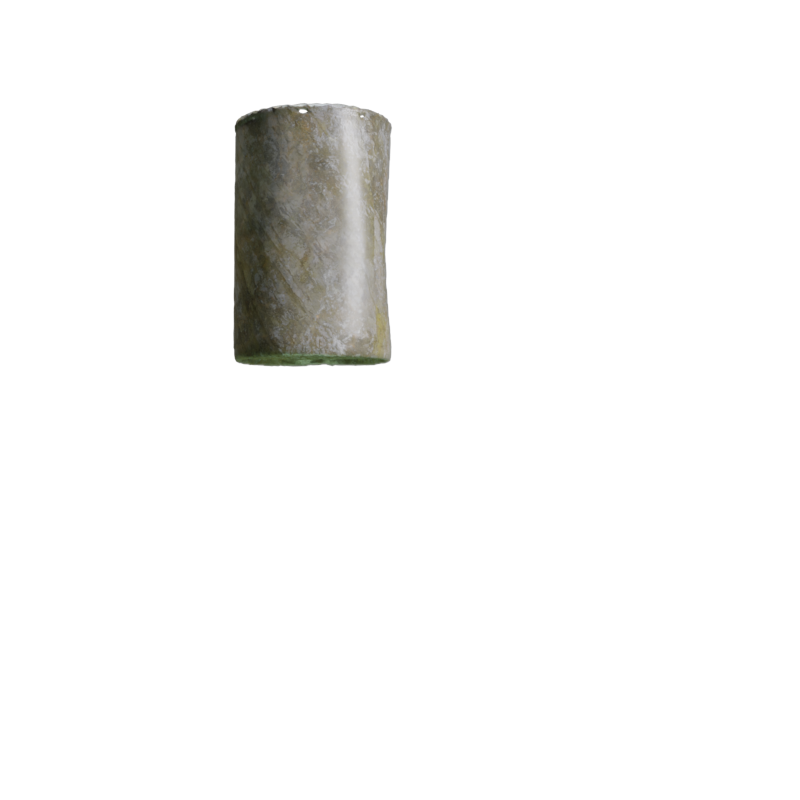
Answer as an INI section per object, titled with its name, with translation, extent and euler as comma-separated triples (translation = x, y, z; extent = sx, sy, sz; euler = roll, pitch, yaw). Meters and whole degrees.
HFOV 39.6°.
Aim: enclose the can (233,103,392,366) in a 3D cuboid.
[can]
translation = -0.037, -0.067, 0.471
extent = 0.068, 0.105, 0.067
euler = 0, -8, -2
